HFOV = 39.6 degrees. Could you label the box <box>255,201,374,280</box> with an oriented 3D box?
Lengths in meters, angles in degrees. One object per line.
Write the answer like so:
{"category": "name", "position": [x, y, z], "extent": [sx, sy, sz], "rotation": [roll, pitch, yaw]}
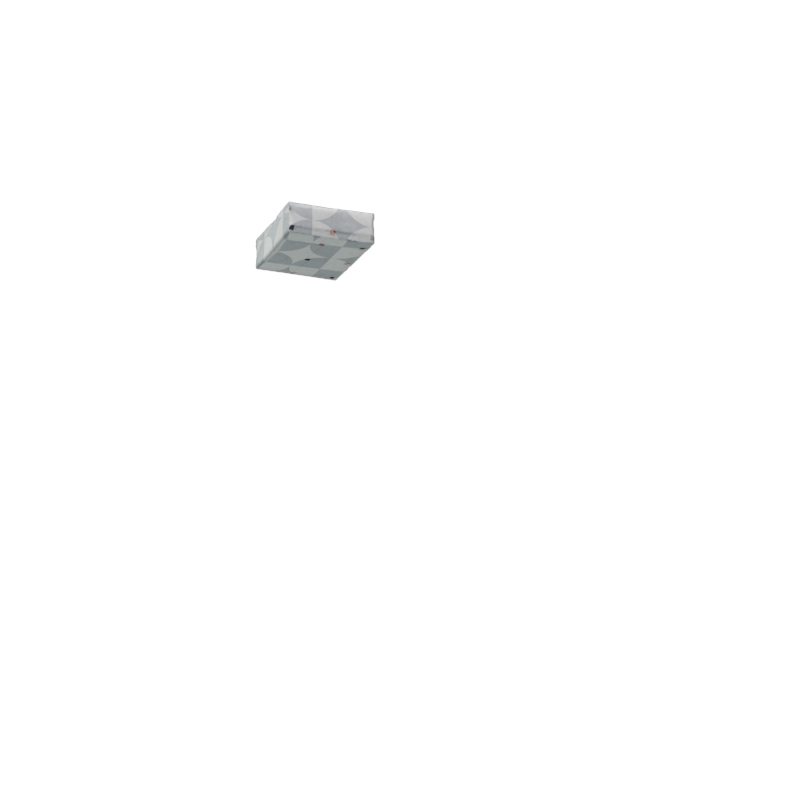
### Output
{"category": "box", "position": [-0.071, -0.129, 0.902], "extent": [0.071, 0.031, 0.088], "rotation": [6, -17, -22]}
